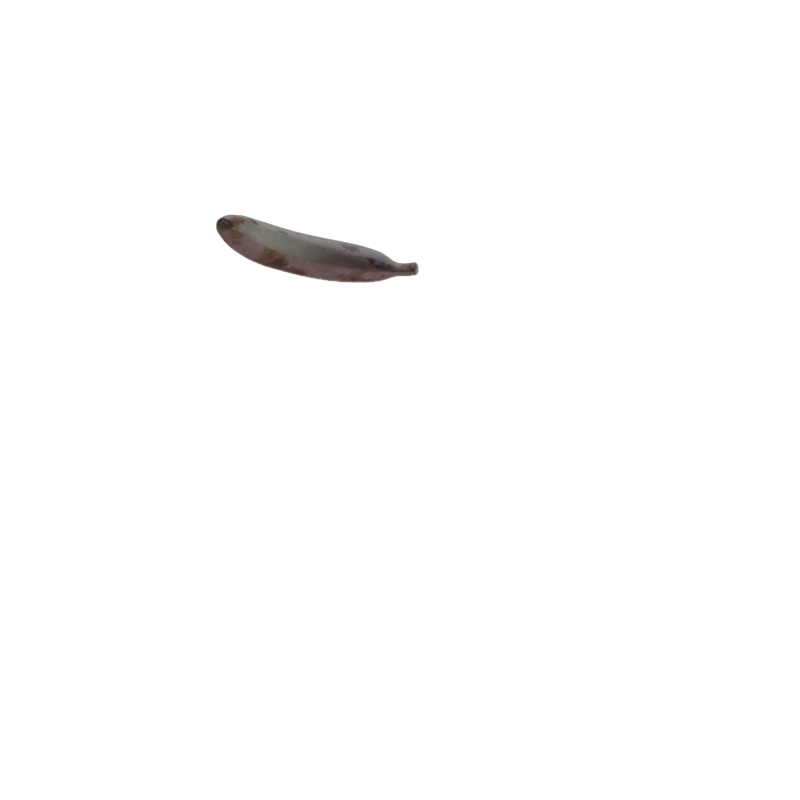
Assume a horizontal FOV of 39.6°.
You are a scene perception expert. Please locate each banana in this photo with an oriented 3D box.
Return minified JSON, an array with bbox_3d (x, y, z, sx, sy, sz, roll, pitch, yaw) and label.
[{"bbox_3d":[-0.083,-0.135,0.989,0.190,0.038,0.069,8,-18,-28],"label":"banana"}]
